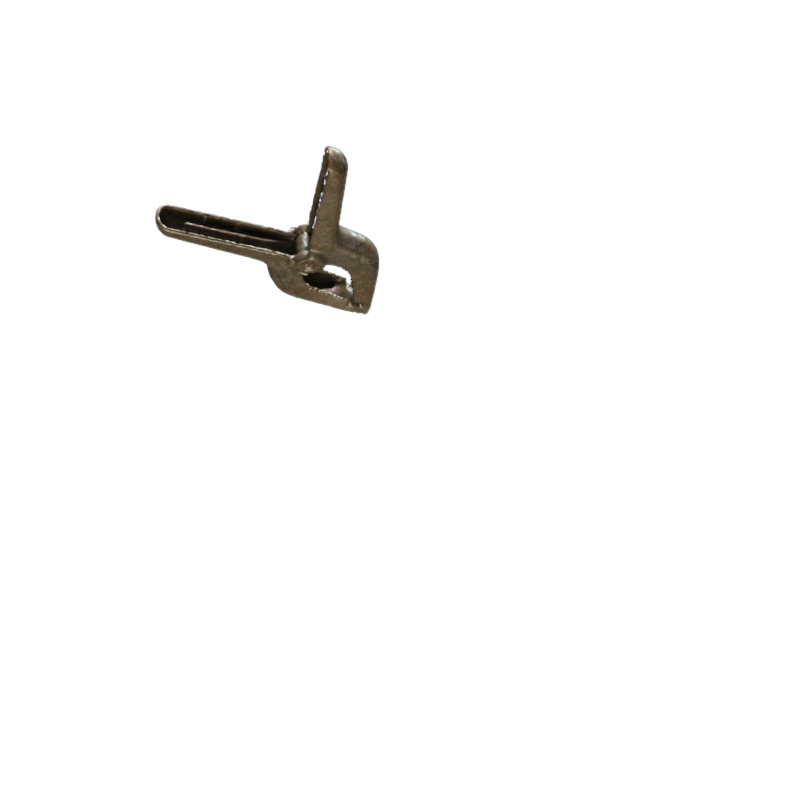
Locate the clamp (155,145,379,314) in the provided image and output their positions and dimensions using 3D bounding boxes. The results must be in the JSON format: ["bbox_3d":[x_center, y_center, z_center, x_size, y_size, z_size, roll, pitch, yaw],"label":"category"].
[{"bbox_3d":[-0.070,-0.128,0.894,0.166,0.039,0.195,-17,-31,30],"label":"clamp"}]
